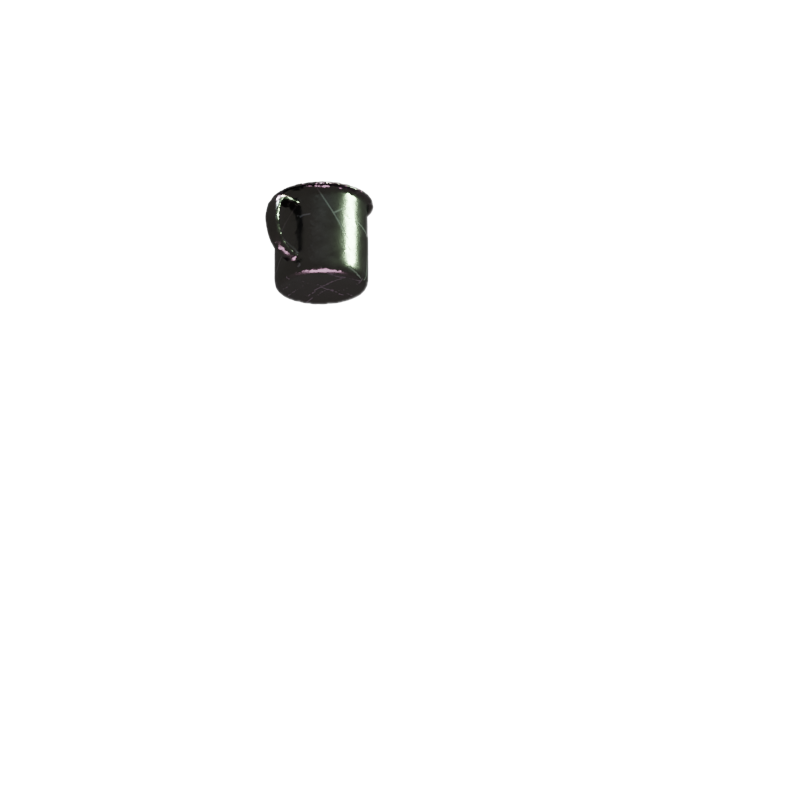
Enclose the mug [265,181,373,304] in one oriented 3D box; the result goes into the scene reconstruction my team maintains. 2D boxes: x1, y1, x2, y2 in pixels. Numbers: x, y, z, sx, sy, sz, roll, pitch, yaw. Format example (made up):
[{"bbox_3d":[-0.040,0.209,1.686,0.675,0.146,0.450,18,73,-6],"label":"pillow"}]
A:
[{"bbox_3d":[-0.076,-0.138,0.966,0.095,0.086,0.109,-14,-24,30],"label":"mug"}]
